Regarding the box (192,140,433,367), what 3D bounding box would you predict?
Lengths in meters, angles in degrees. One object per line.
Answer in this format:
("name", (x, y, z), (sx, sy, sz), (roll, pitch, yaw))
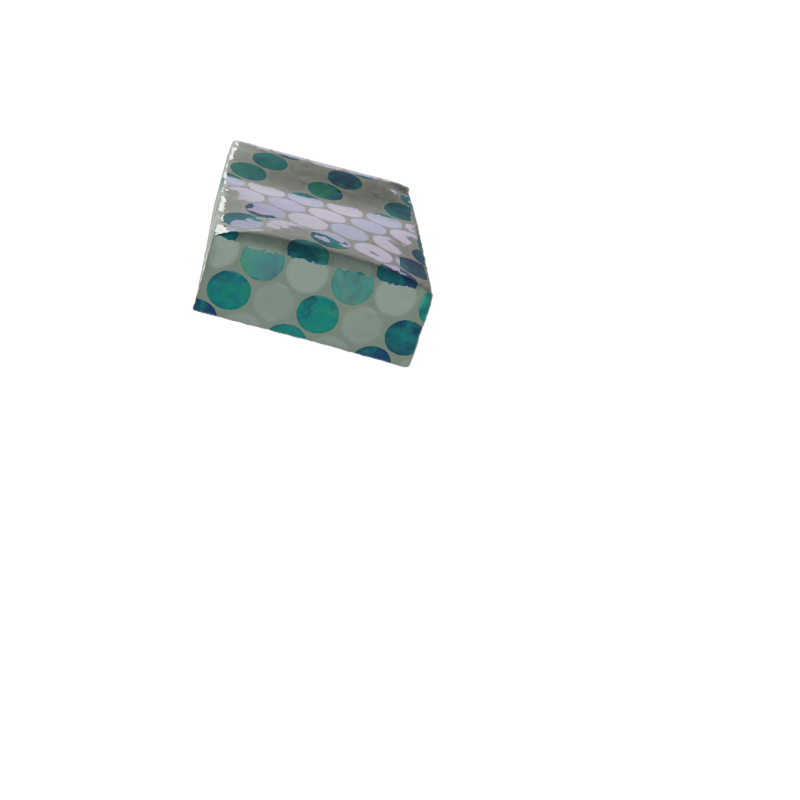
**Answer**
("box", (-0.068, -0.125, 0.872), (0.162, 0.069, 0.227), (13, 28, -10))
